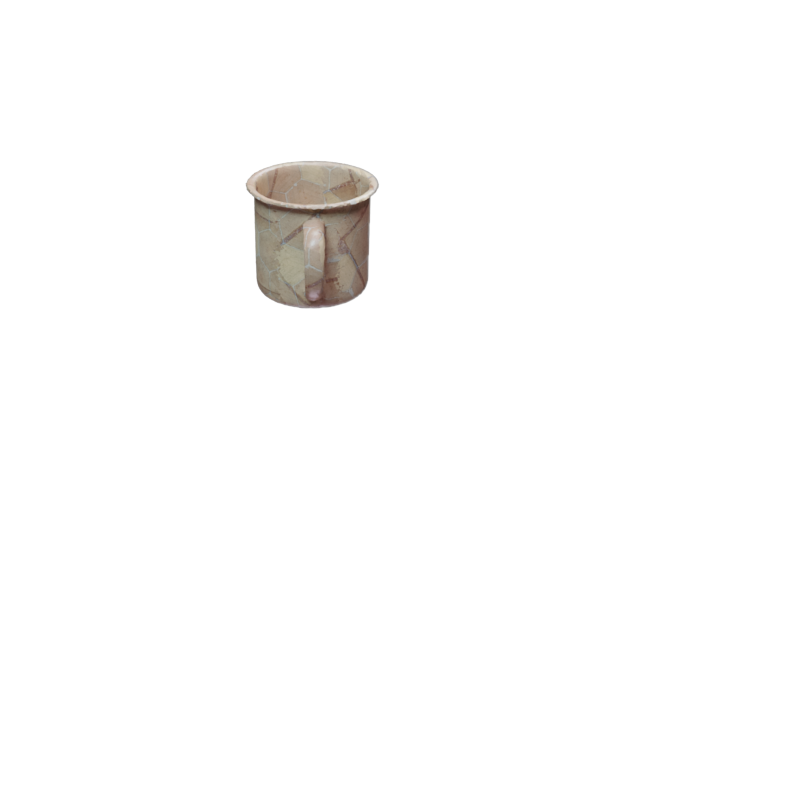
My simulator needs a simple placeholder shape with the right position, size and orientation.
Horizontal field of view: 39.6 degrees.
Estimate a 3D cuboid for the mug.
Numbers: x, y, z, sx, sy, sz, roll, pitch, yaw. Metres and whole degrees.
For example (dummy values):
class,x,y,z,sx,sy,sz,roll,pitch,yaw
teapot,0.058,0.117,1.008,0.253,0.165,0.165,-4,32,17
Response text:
class,x,y,z,sx,sy,sz,roll,pitch,yaw
mug,-0.061,-0.112,0.782,0.093,0.077,0.125,-2,29,-6
